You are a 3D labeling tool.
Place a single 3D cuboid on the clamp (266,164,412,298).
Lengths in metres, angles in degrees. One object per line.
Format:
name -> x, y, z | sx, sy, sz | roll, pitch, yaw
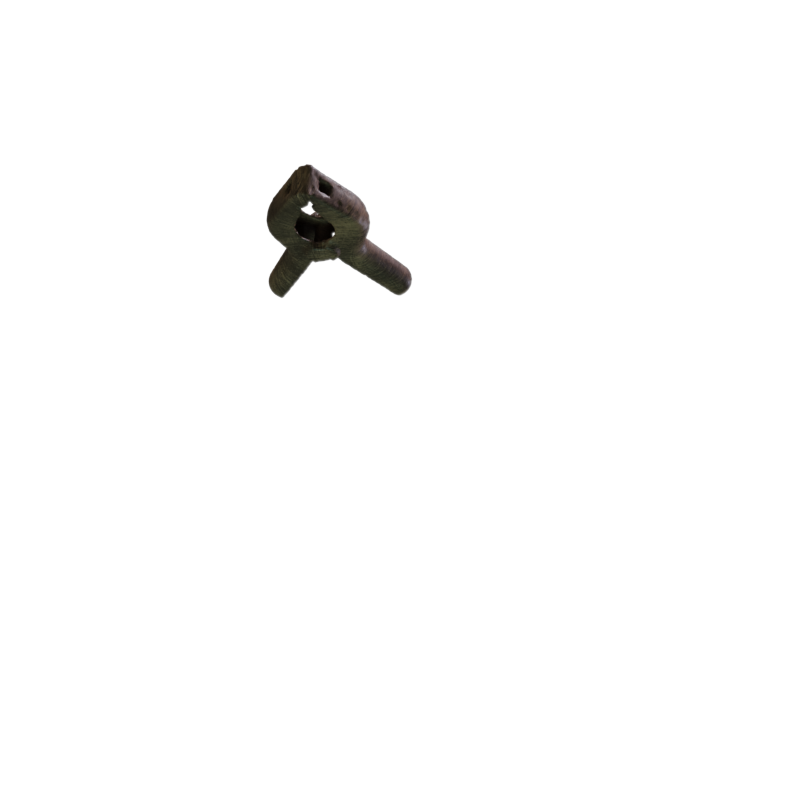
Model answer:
clamp -> -0.069, -0.126, 0.880 | 0.122, 0.042, 0.158 | -9, -31, 15
